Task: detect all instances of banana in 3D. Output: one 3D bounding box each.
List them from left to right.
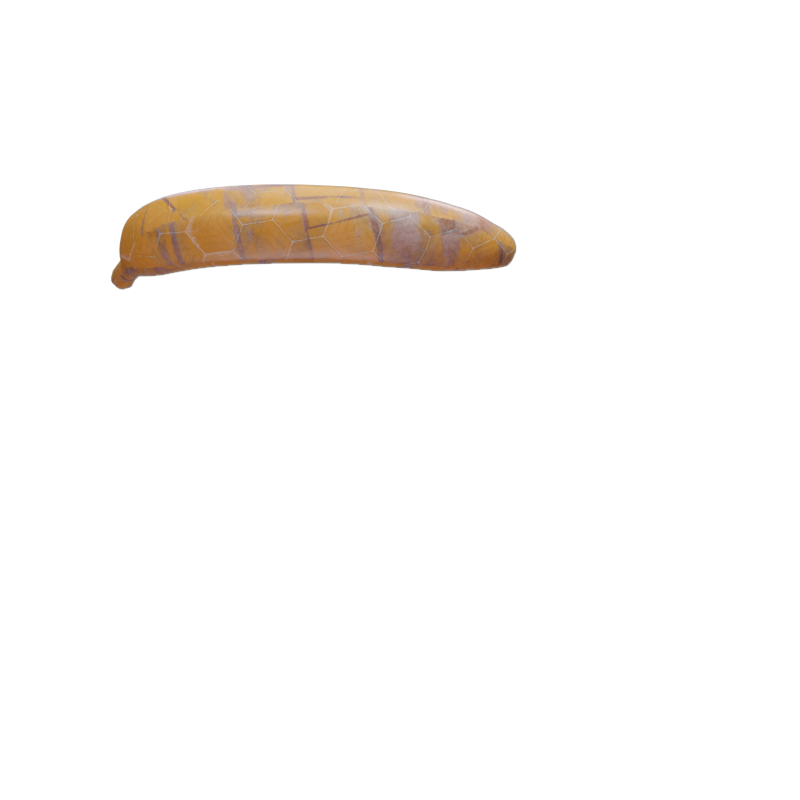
[{"bbox_3d":[-0.046,-0.077,0.510,0.200,0.038,0.067,-1,-7,8],"label":"banana"}]
